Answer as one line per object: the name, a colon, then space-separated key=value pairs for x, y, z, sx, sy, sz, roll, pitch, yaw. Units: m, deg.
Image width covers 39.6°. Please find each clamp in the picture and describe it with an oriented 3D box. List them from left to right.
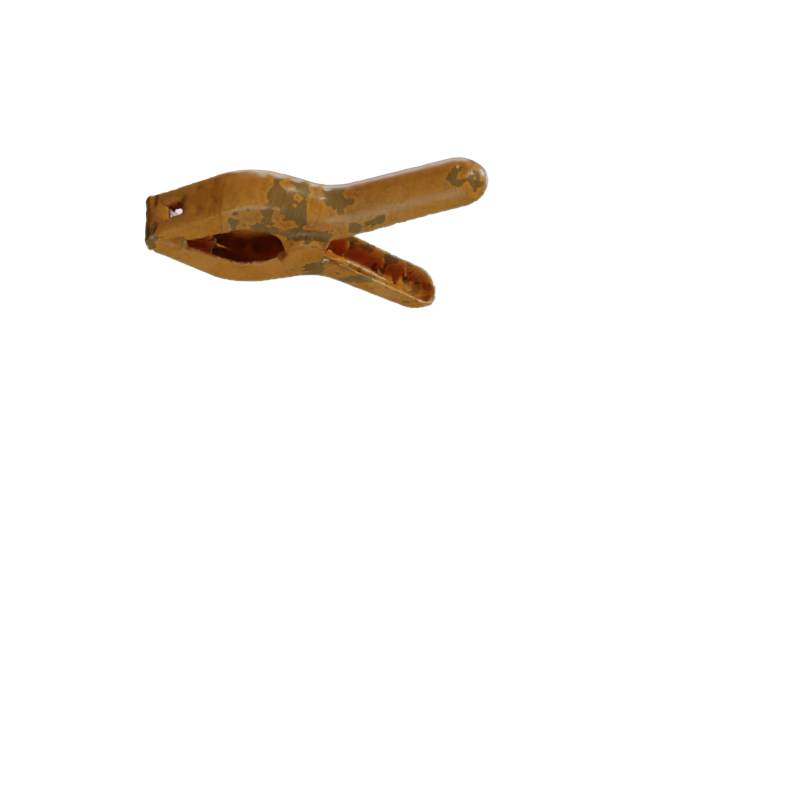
clamp: x=-0.046 y=-0.083 z=0.584 sx=0.171 sy=0.042 sz=0.112 roll=0 pitch=-35 yaw=-1
